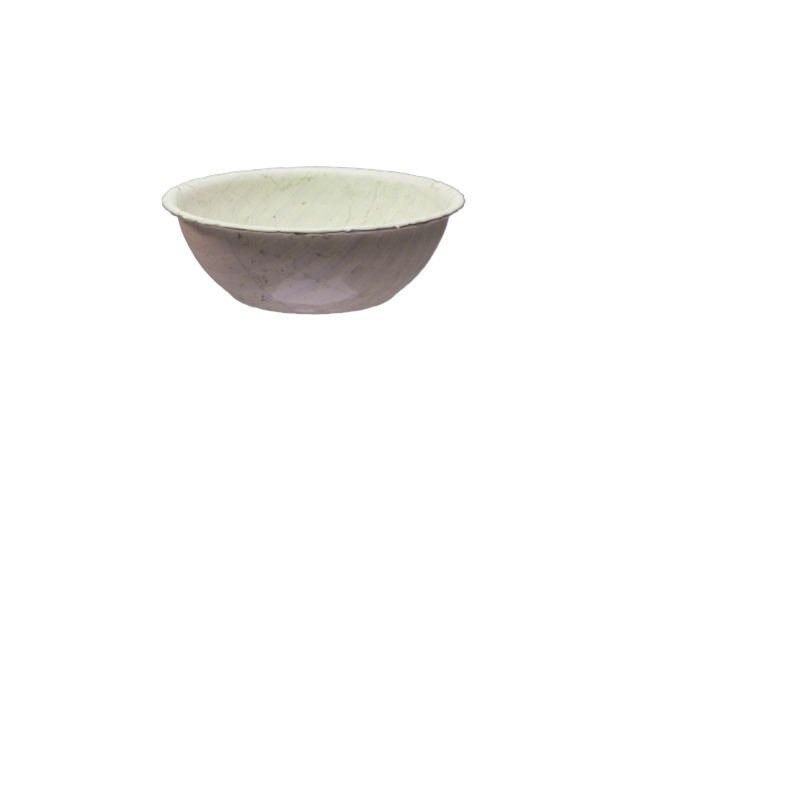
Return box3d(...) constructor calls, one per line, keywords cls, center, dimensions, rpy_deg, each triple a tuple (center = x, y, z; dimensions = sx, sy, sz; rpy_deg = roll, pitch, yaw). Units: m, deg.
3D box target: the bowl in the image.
box3d(cls="bowl", center=(-0.047, -0.086, 0.599), dimensions=(0.162, 0.053, 0.169), rpy_deg=(-1, 21, -2))
